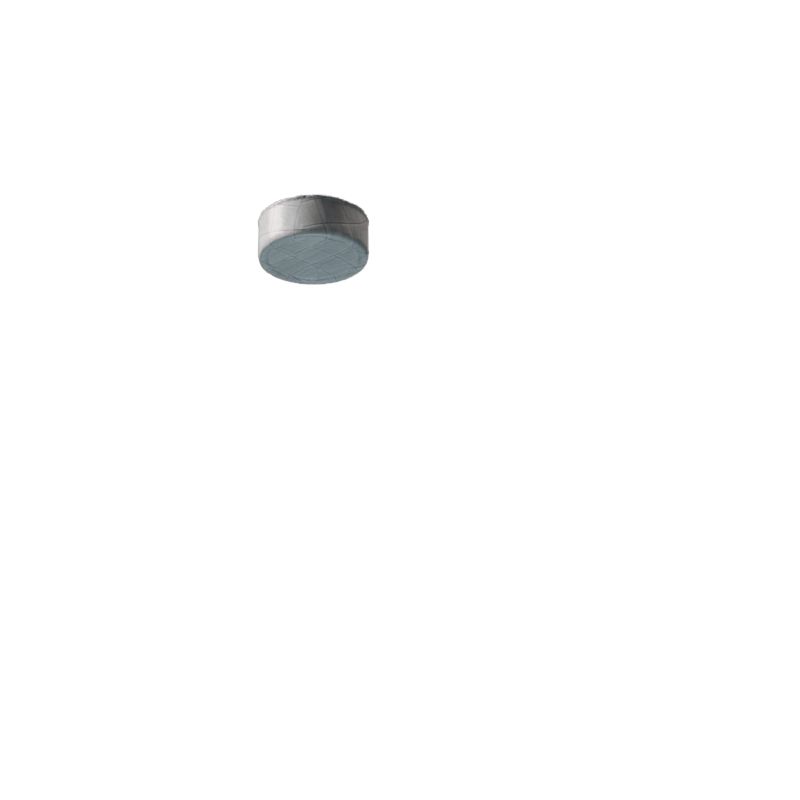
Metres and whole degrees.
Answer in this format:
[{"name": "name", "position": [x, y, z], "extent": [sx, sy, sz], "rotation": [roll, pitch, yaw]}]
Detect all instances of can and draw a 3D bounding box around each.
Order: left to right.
[{"name": "can", "position": [-0.066, -0.121, 0.847], "extent": [0.086, 0.035, 0.081], "rotation": [1, -23, -2]}]
